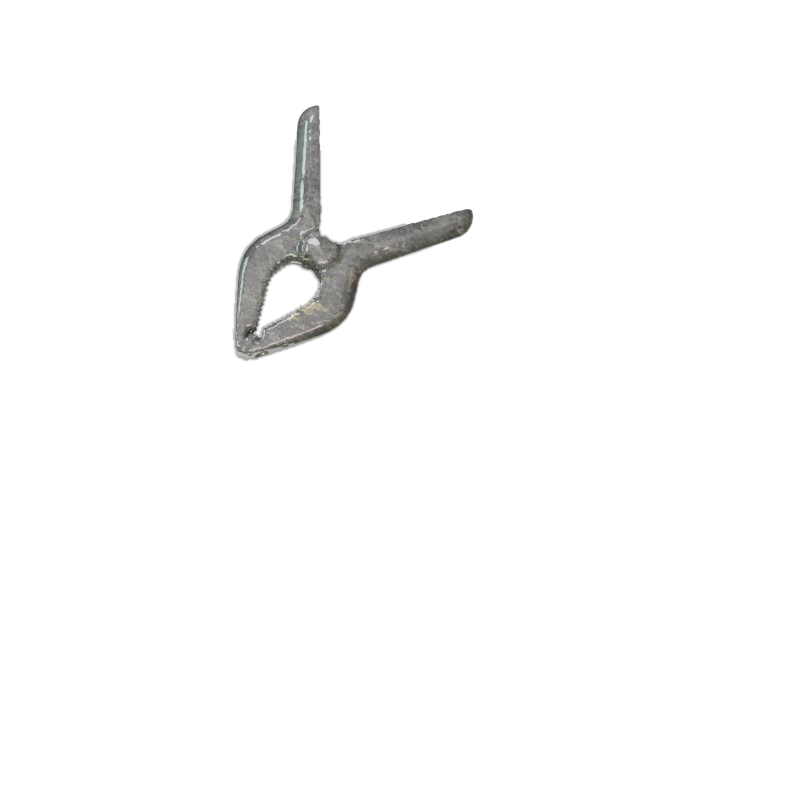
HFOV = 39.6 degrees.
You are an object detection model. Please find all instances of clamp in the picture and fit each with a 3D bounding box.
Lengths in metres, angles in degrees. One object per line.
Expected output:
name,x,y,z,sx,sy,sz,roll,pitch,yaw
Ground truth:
clamp,-0.068,-0.125,0.874,0.170,0.212,0.035,41,-14,12
